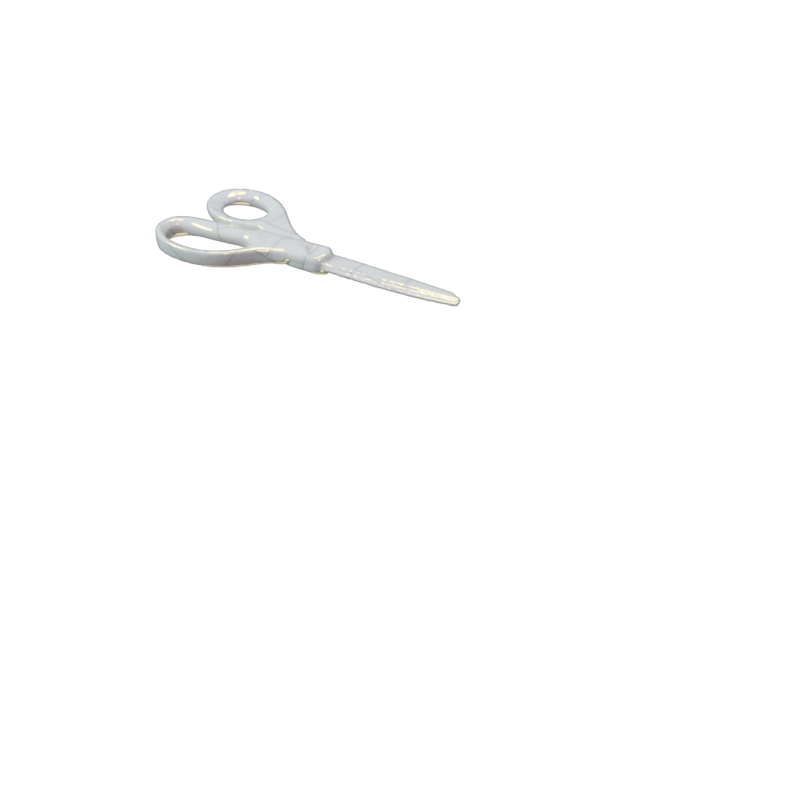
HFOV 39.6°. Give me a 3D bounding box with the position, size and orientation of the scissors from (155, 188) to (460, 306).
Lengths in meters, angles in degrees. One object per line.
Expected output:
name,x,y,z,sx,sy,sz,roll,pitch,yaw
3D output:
scissors,-0.056,-0.101,0.709,0.206,0.015,0.101,9,38,11
